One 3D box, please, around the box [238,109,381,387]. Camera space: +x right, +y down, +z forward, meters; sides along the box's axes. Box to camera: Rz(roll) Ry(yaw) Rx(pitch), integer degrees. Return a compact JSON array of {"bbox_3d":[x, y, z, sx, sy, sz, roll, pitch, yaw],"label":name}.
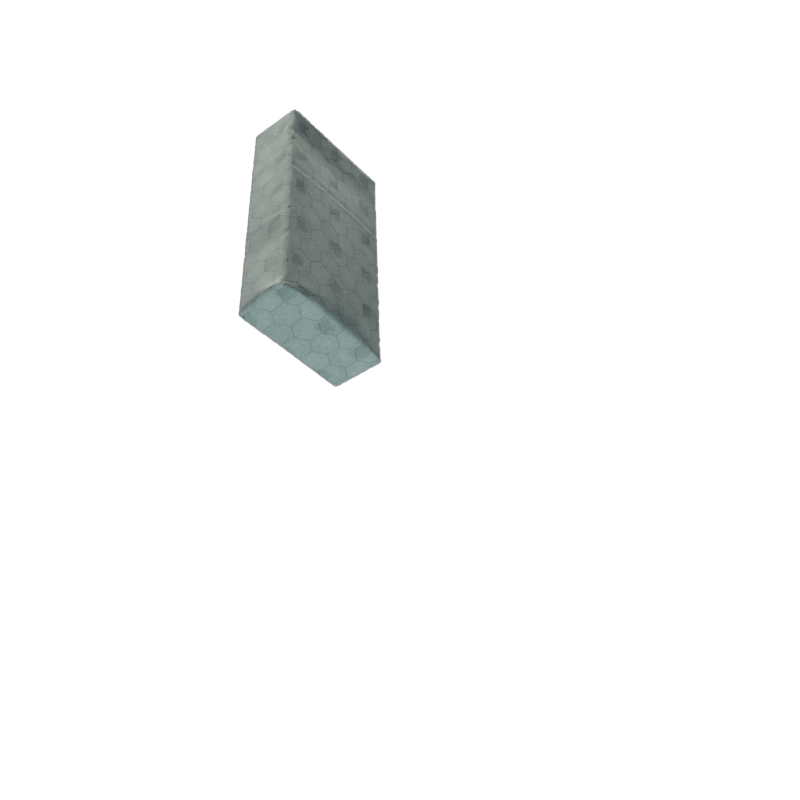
[{"bbox_3d":[-0.058,-0.106,0.742,0.048,0.189,0.087,-33,-52,26],"label":"box"}]
